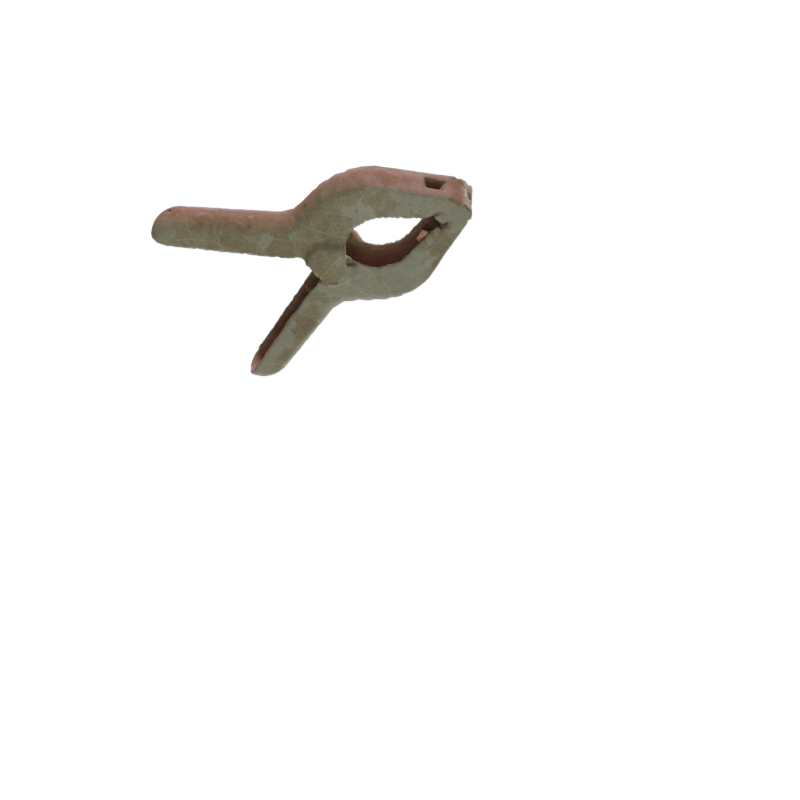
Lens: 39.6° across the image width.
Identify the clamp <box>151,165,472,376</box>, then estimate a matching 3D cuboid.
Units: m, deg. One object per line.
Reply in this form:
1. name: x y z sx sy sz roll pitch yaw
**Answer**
1. clamp: -0.047 -0.086 0.600 0.171 0.042 0.112 -29 -54 23
